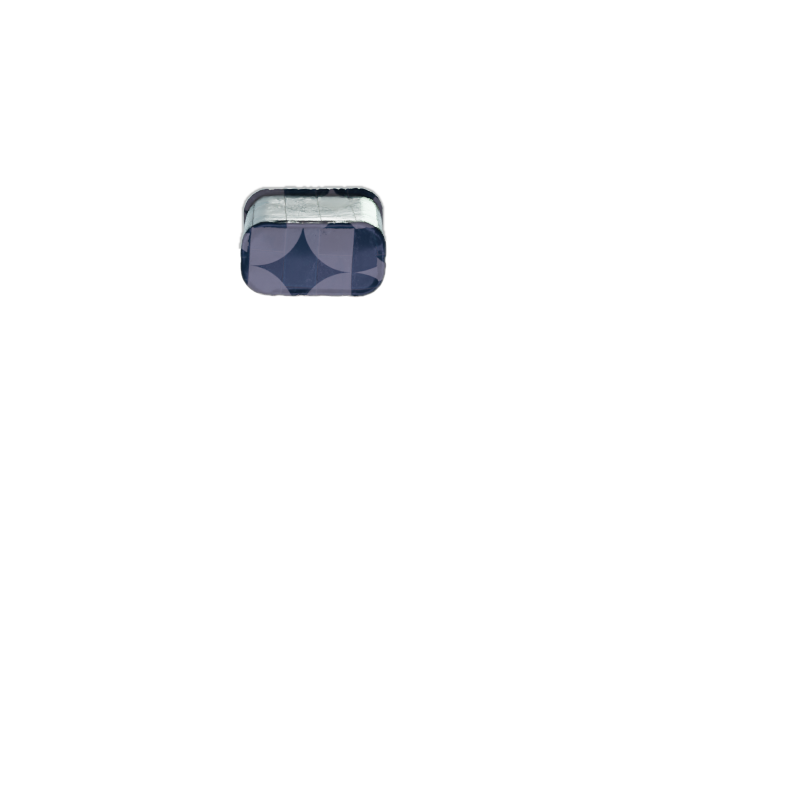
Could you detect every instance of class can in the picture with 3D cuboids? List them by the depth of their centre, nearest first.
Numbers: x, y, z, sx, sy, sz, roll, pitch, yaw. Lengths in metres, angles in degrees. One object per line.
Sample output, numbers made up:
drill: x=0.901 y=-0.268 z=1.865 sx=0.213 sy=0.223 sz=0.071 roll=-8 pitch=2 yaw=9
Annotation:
can: x=-0.060 y=-0.109 z=0.766 sx=0.102 sy=0.055 sz=0.088 roll=-1 pitch=22 yaw=-2
